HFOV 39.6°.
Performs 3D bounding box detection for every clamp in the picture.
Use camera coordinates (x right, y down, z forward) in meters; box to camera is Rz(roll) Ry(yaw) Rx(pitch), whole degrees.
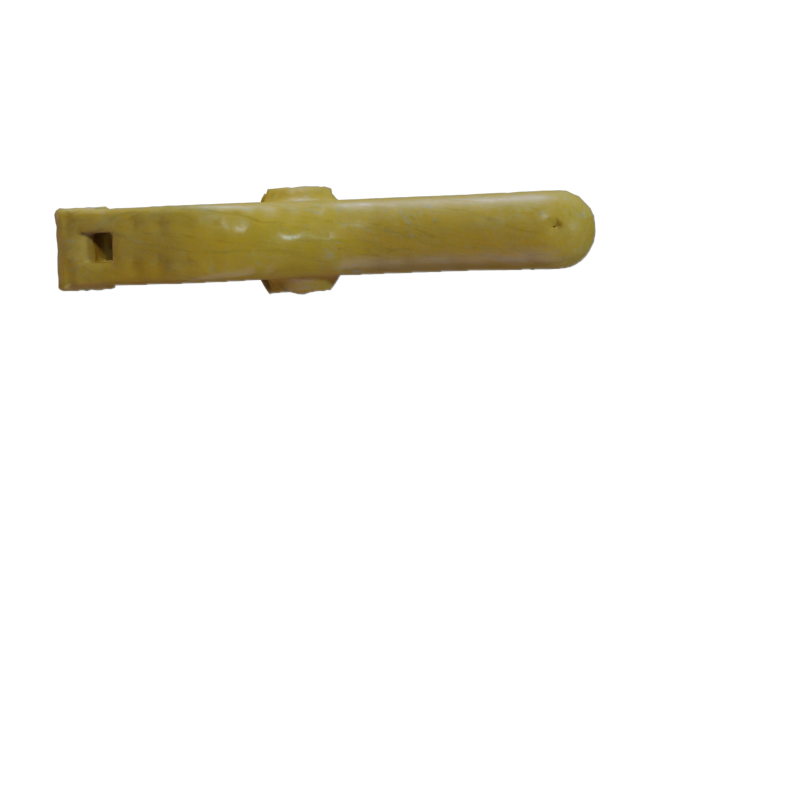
[{"bbox_3d":[-0.031,-0.056,0.391,0.171,0.040,0.120,0,0,-3],"label":"clamp"}]
